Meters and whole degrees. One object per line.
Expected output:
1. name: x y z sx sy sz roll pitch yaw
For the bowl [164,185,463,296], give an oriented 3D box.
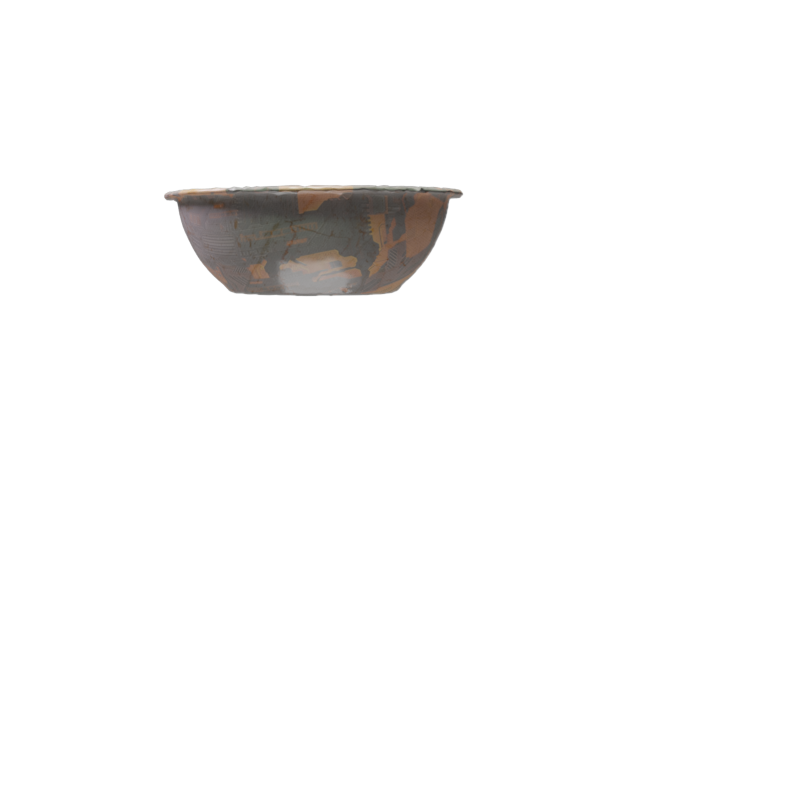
1. bowl: -0.047 -0.086 0.602 0.162 0.055 0.164 0 7 -2
